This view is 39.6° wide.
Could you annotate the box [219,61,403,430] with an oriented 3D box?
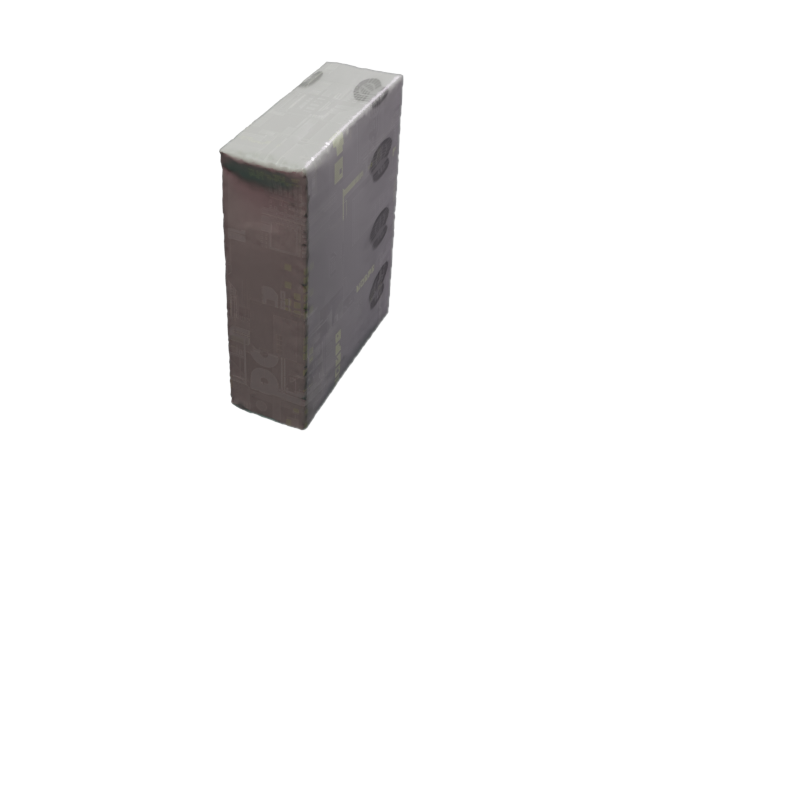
[{"bbox_3d":[-0.063,-0.115,0.803,0.074,0.200,0.169,15,38,17],"label":"box"}]
